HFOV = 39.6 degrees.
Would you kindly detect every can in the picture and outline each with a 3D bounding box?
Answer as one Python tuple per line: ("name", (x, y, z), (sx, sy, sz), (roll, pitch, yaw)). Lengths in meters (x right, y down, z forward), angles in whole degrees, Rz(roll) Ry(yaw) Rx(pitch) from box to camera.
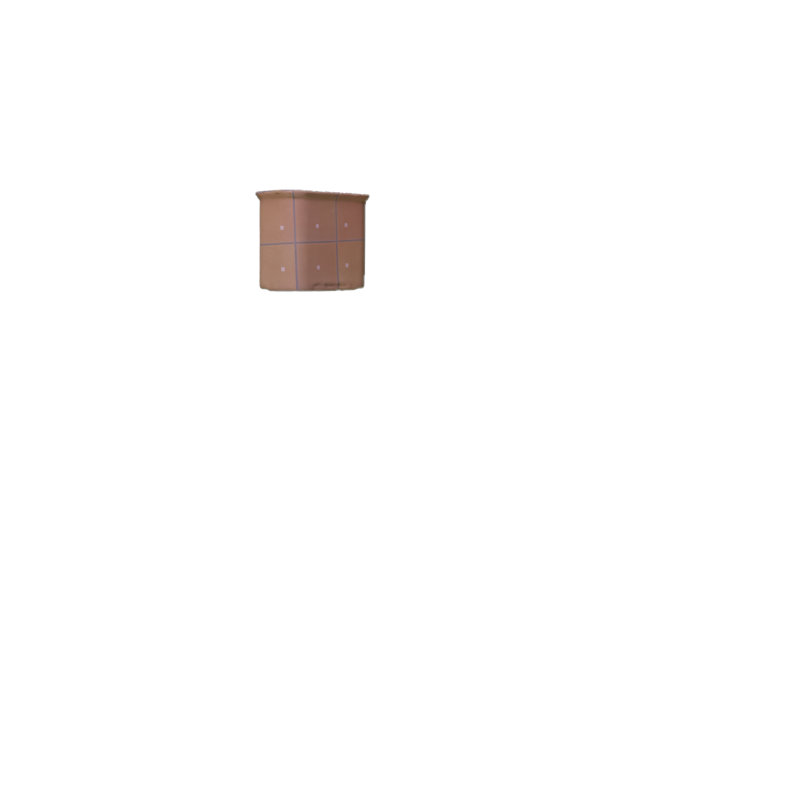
("can", (-0.074, -0.135, 0.948), (0.060, 0.084, 0.098), (2, 4, 44))
